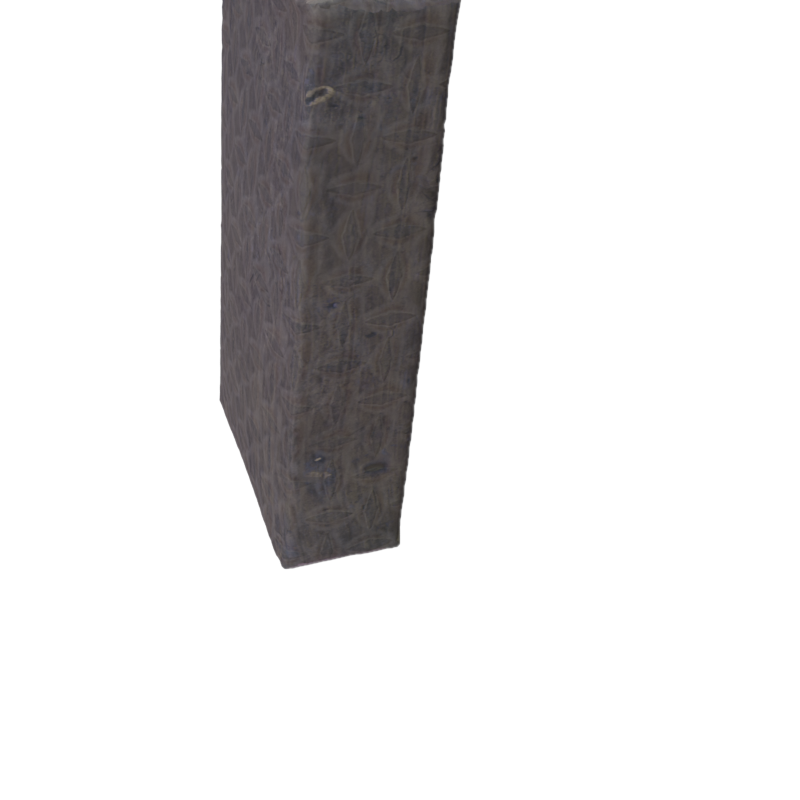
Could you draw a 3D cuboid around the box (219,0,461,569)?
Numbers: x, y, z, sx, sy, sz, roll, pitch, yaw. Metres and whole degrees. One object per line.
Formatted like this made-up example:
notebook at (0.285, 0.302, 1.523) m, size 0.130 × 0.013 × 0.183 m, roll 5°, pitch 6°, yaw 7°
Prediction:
box at (-0.027, -0.048, 0.335) m, size 0.047 × 0.166 × 0.101 m, roll -8°, pitch 33°, yaw -18°
